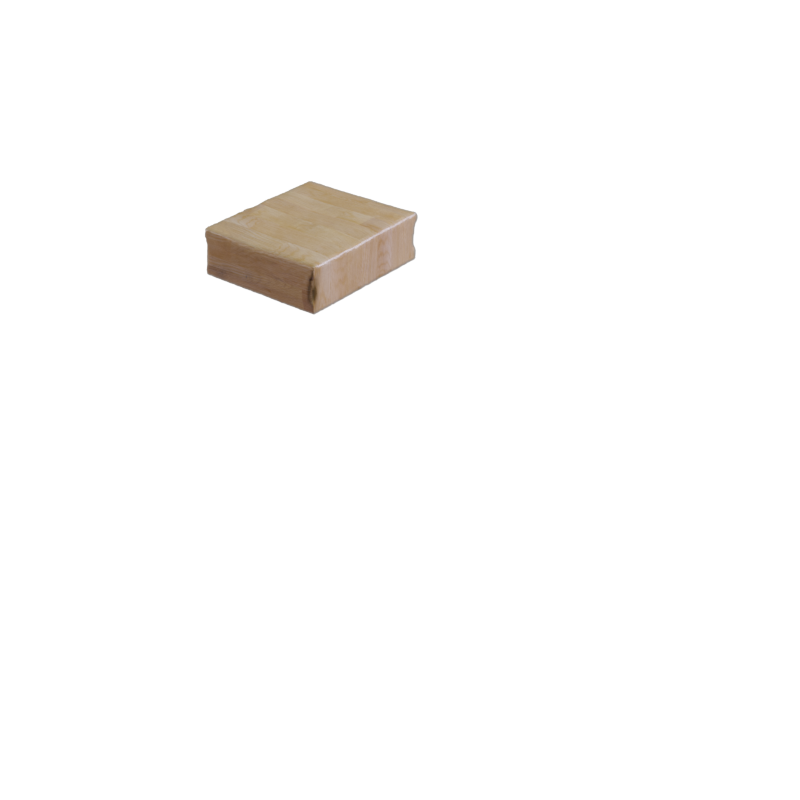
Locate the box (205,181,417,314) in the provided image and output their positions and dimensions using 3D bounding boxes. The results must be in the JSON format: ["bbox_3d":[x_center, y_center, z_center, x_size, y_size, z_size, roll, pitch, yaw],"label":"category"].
[{"bbox_3d":[-0.045,-0.082,0.576,0.077,0.028,0.089,21,36,31],"label":"box"}]
